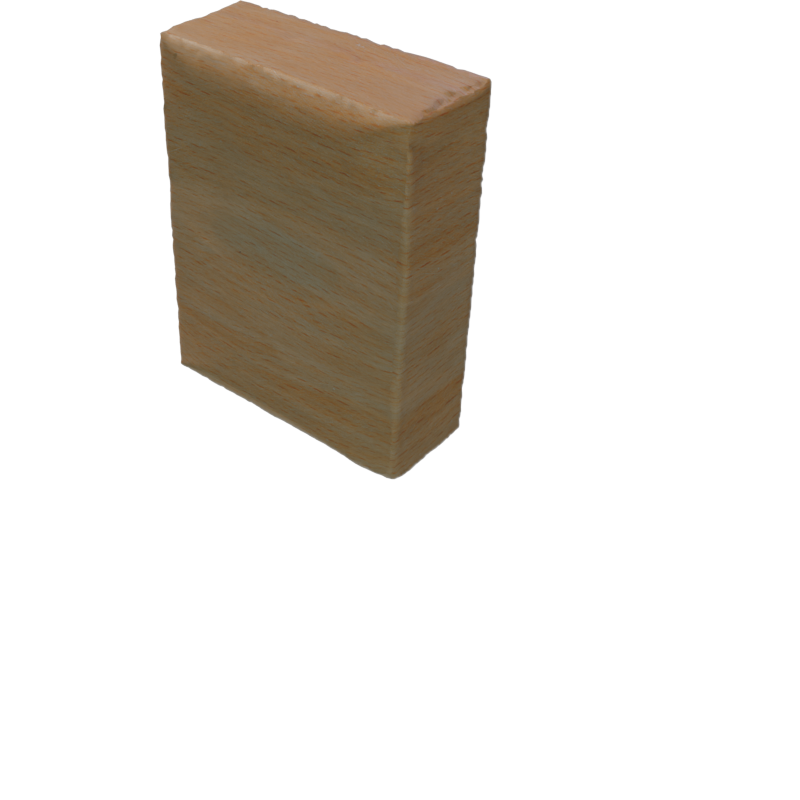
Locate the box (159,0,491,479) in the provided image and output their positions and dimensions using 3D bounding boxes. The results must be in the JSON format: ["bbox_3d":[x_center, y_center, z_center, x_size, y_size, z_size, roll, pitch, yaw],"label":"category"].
[{"bbox_3d":[-0.046,-0.084,0.588,0.174,0.200,0.072,27,42,31],"label":"box"}]
